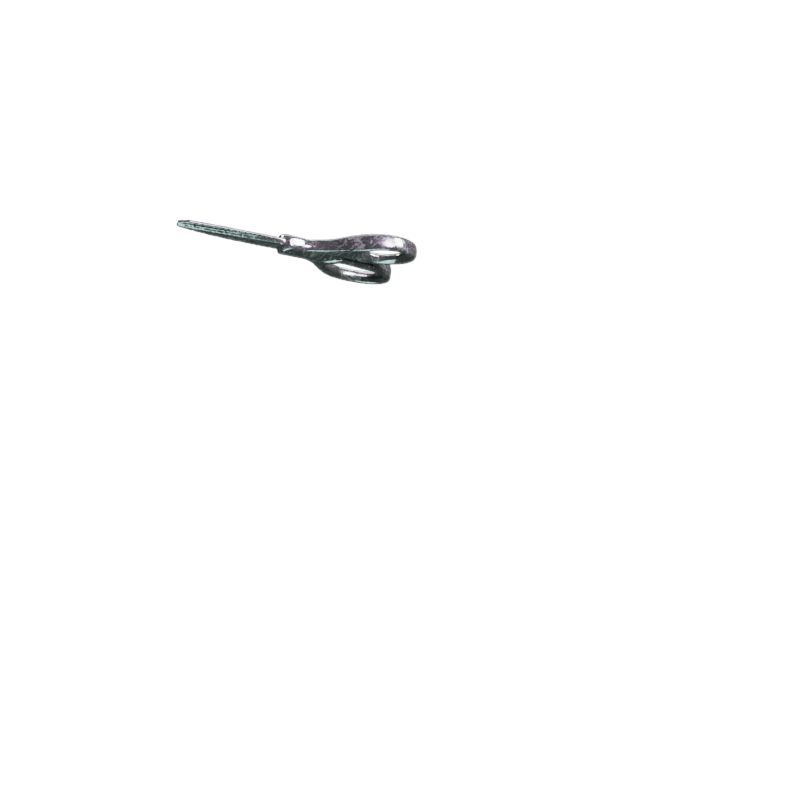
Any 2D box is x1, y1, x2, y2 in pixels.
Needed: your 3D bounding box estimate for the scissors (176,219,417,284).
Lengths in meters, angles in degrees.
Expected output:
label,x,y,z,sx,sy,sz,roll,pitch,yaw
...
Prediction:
label,x,y,z,sx,sy,sz,roll,pitch,yaw
scissors,-0.069,-0.126,0.880,0.098,0.016,0.190,-13,-19,42
